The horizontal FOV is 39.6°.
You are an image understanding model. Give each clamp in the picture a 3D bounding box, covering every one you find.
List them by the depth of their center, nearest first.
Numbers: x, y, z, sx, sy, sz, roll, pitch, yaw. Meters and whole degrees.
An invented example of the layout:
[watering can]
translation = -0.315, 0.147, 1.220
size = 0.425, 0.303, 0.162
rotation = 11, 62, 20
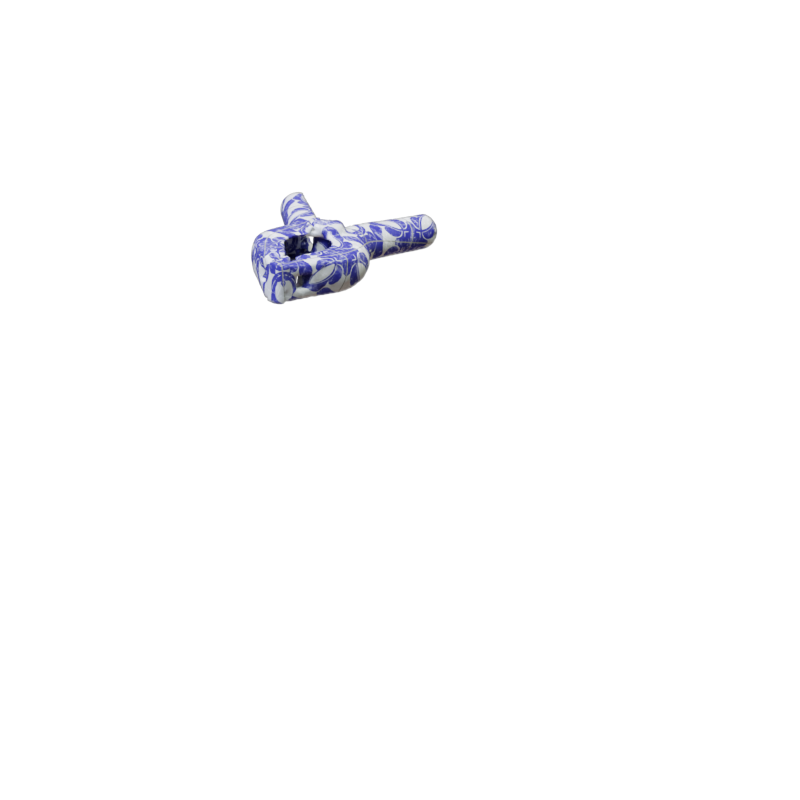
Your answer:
[clamp]
translation = -0.060, -0.110, 0.771
size = 0.125, 0.038, 0.171
rotation = 11, 24, 26
